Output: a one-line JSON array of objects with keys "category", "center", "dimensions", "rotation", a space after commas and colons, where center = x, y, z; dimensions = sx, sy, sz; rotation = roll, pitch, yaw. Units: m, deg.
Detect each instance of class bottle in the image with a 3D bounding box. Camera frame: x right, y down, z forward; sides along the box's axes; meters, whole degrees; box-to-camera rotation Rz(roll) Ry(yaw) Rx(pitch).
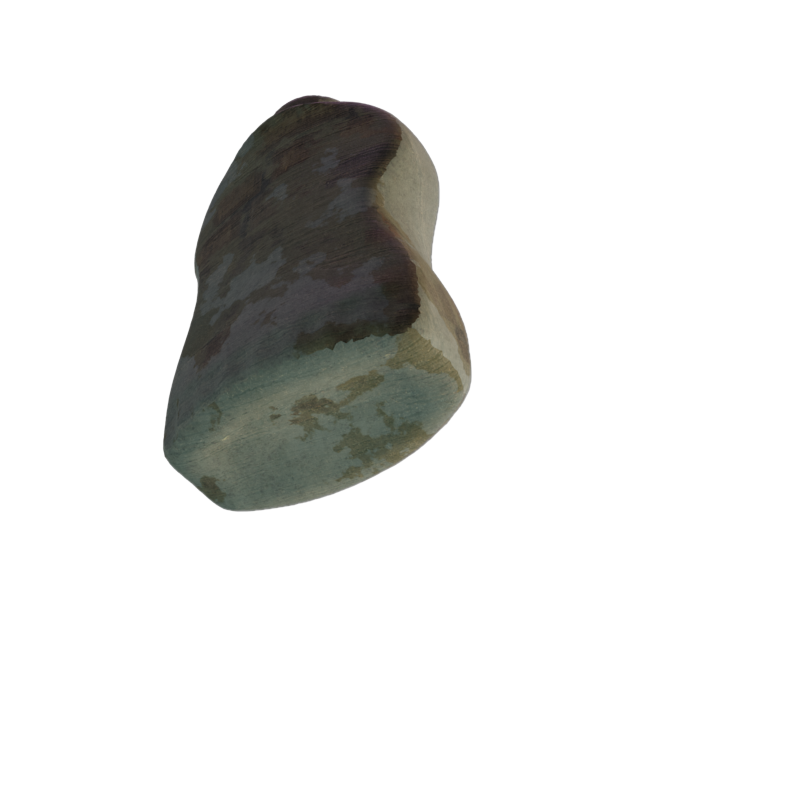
[{"category": "bottle", "center": [-0.031, -0.057, 0.400], "dimensions": [0.096, 0.206, 0.054], "rotation": [-29, -53, 20]}]
